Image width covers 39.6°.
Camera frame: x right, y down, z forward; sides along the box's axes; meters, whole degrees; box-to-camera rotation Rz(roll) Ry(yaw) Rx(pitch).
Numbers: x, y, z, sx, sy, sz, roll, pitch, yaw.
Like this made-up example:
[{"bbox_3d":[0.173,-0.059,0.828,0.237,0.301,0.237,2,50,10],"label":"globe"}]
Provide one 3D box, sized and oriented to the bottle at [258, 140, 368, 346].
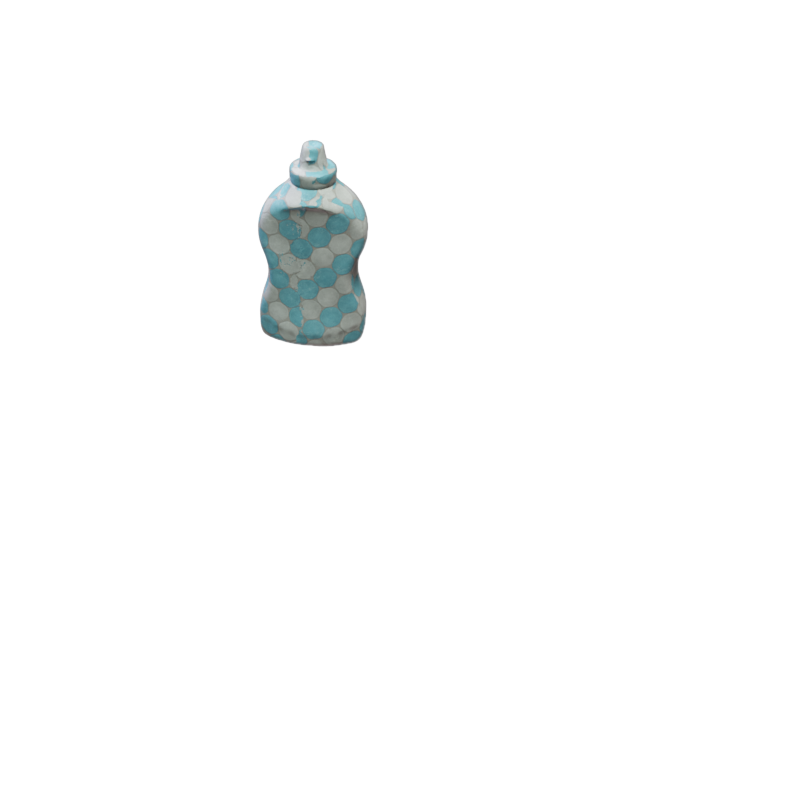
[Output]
[{"bbox_3d":[-0.077,-0.140,0.983,0.097,0.180,0.061,7,33,7],"label":"bottle"}]
